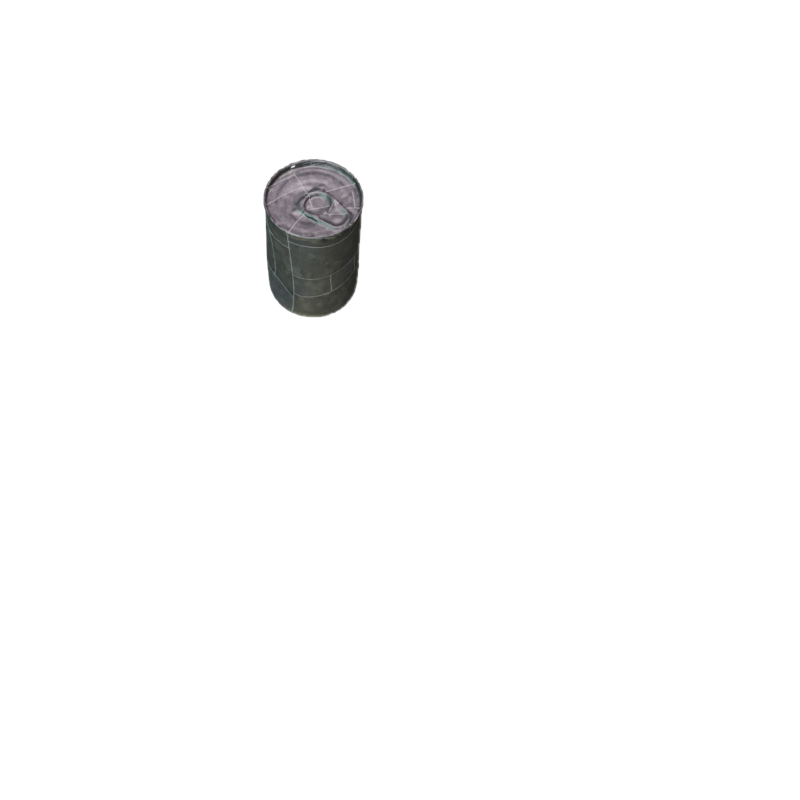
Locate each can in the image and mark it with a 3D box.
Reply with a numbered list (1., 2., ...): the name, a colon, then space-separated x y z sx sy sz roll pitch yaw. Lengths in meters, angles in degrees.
1. can: -0.062 -0.112 0.787 0.068 0.073 0.096 0 -32 -3
